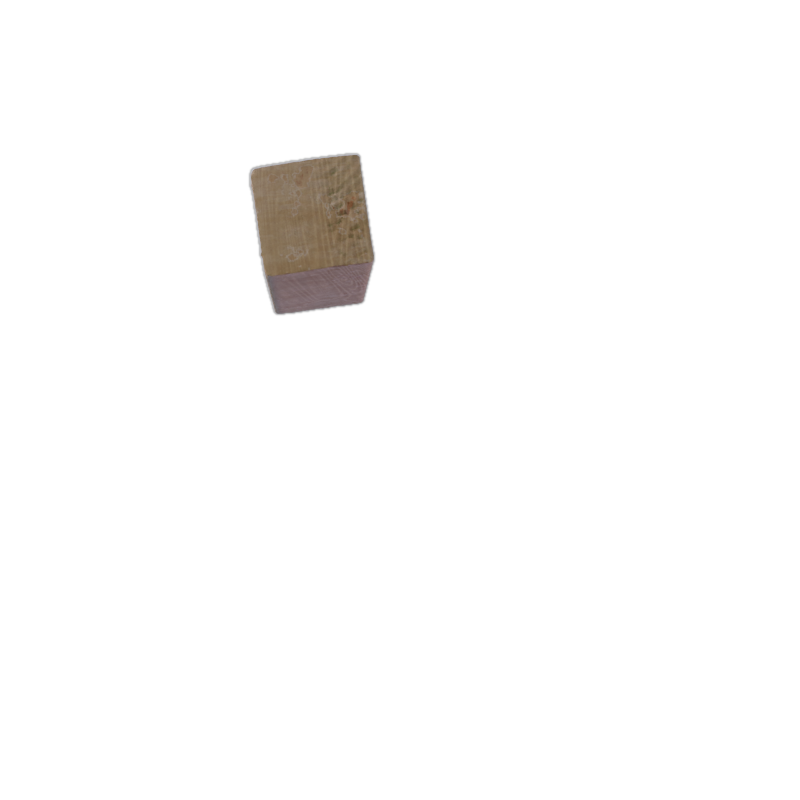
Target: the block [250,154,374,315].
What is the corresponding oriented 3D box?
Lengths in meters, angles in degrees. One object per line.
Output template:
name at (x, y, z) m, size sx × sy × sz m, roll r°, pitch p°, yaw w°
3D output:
block at (-0.077, -0.138, 0.969) m, size 0.090 × 0.093 × 0.202 m, roll -8°, pitch -5°, yaw -4°
